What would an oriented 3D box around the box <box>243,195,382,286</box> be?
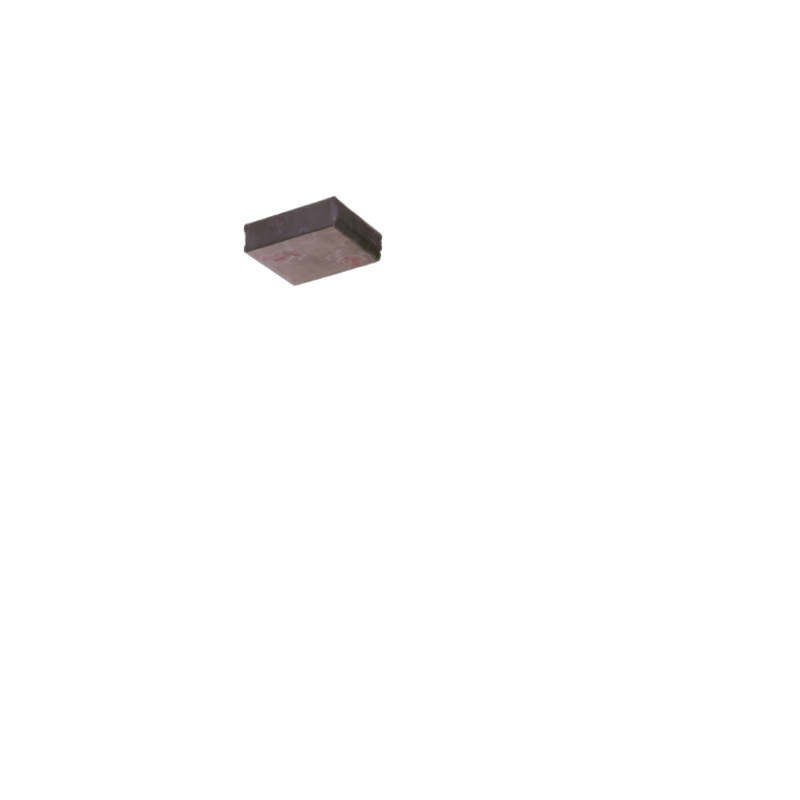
[{"bbox_3d":[-0.070,-0.128,0.896,0.091,0.032,0.068,-13,-26,29],"label":"box"}]
